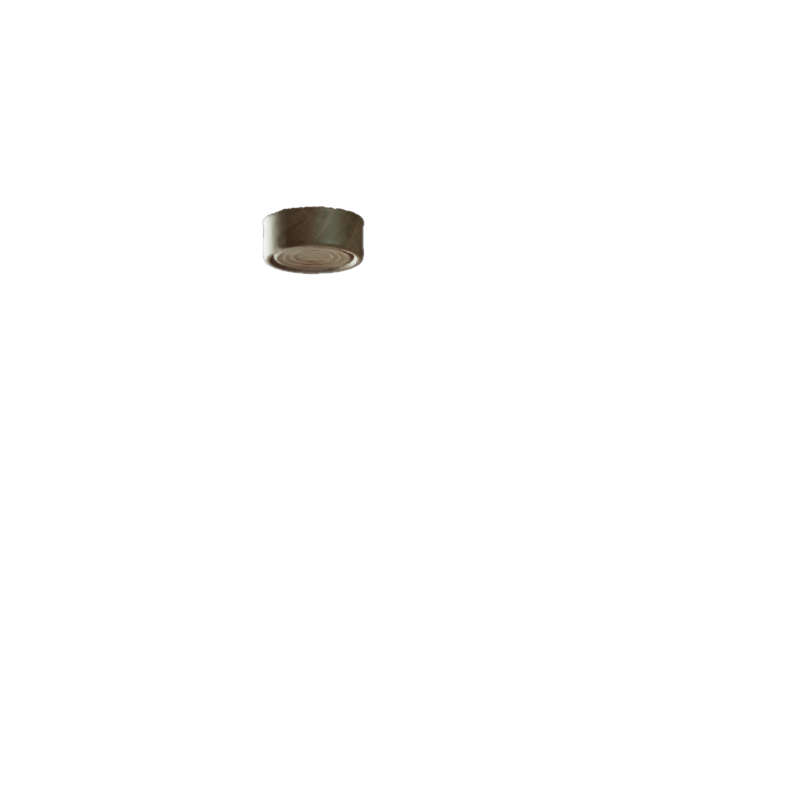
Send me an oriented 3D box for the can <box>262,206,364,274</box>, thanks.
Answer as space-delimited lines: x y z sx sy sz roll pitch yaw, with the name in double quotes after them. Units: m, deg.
-0.072 -0.132 0.924 0.086 0.035 0.083 0 -11 -2 "can"
